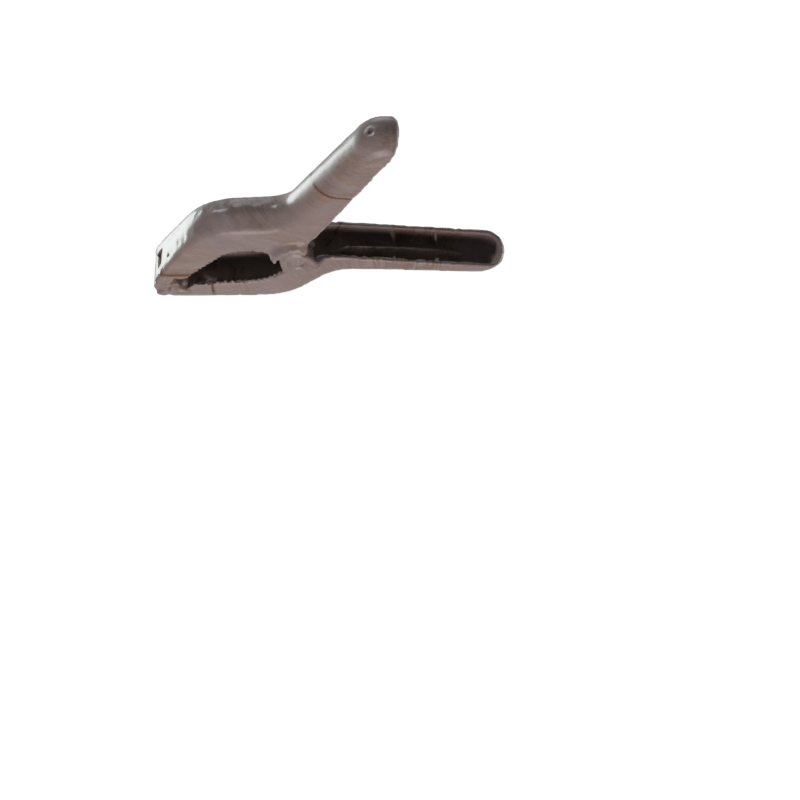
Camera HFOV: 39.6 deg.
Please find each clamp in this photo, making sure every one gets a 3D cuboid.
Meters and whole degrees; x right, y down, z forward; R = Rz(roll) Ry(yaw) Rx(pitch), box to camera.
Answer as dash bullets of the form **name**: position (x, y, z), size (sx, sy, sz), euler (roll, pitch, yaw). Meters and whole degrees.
- **clamp**: position (-0.052, -0.094, 0.660), size (0.213, 0.038, 0.153), euler (-13, -25, 31)
